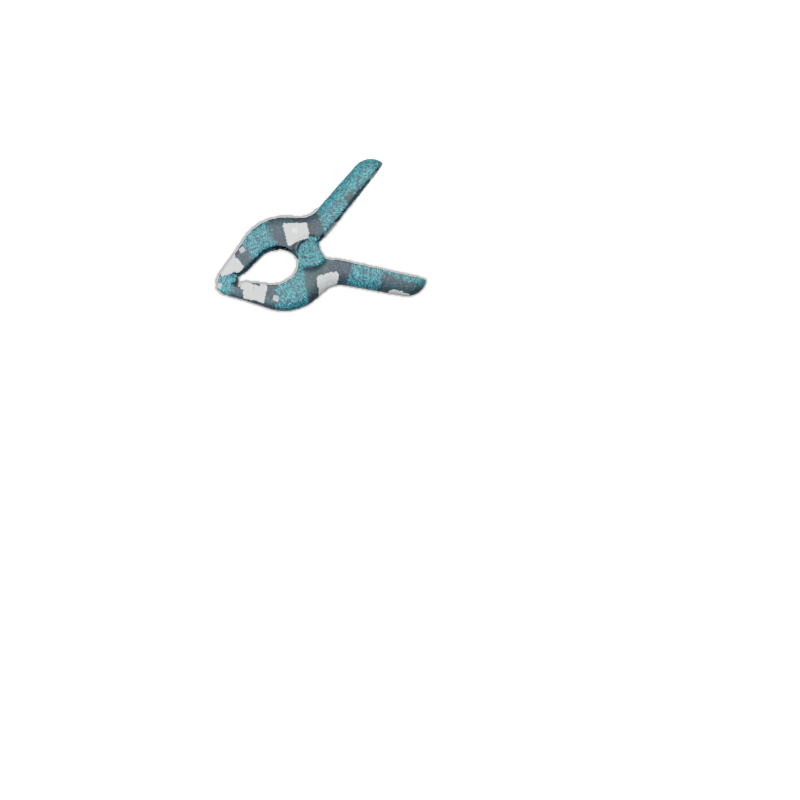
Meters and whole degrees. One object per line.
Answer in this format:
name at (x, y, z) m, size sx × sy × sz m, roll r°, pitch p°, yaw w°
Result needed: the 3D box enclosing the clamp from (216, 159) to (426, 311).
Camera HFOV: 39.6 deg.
clamp at (-0.072, -0.132, 0.926) m, size 0.171 × 0.125 × 0.038 m, roll -11°, pitch -15°, yaw -3°
